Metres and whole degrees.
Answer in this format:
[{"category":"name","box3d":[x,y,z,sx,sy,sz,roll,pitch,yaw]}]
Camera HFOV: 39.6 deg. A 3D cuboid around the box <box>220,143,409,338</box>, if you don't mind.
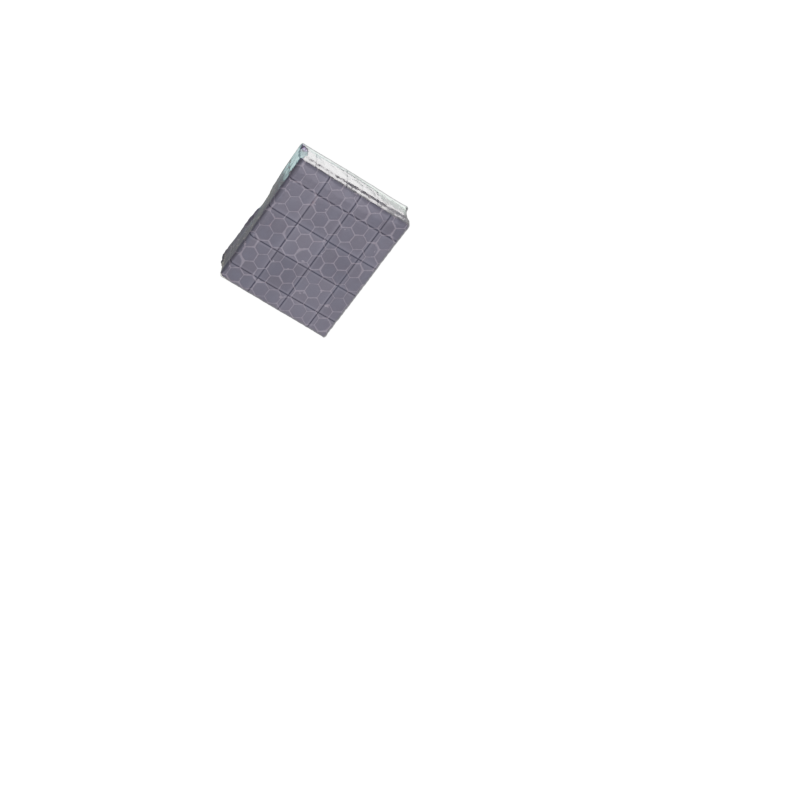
[{"category":"box","box3d":[-0.050,-0.090,0.631,0.071,0.087,0.032,31,24,-16]}]
